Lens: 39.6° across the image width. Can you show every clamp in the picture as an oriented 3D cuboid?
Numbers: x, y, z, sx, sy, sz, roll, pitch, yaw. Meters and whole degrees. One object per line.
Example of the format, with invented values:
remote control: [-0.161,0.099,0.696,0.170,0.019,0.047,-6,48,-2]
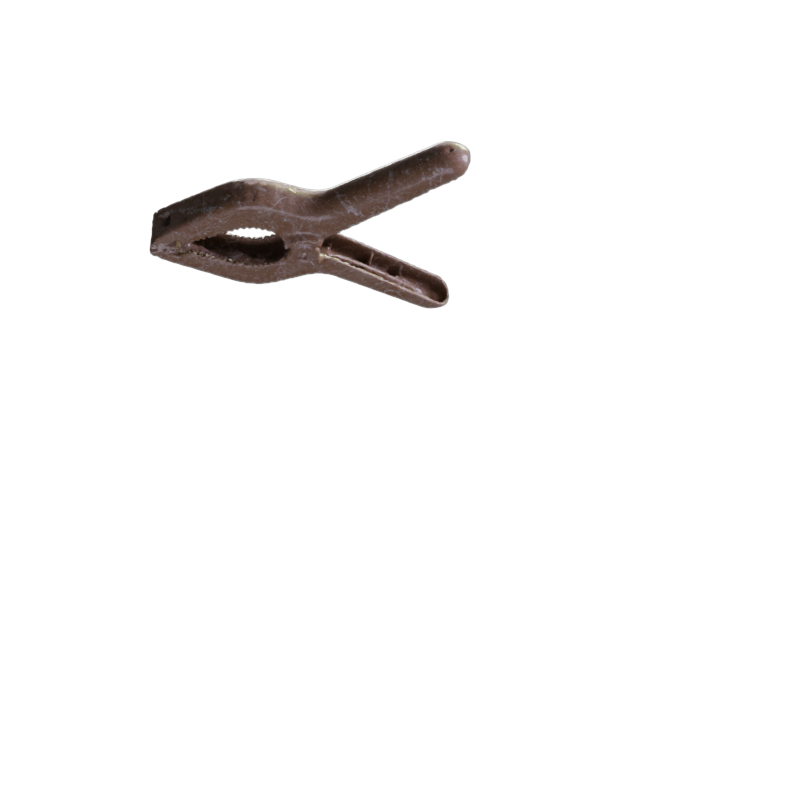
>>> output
clamp: [-0.058,-0.105,0.735,0.211,0.039,0.153,-3,-31,5]
